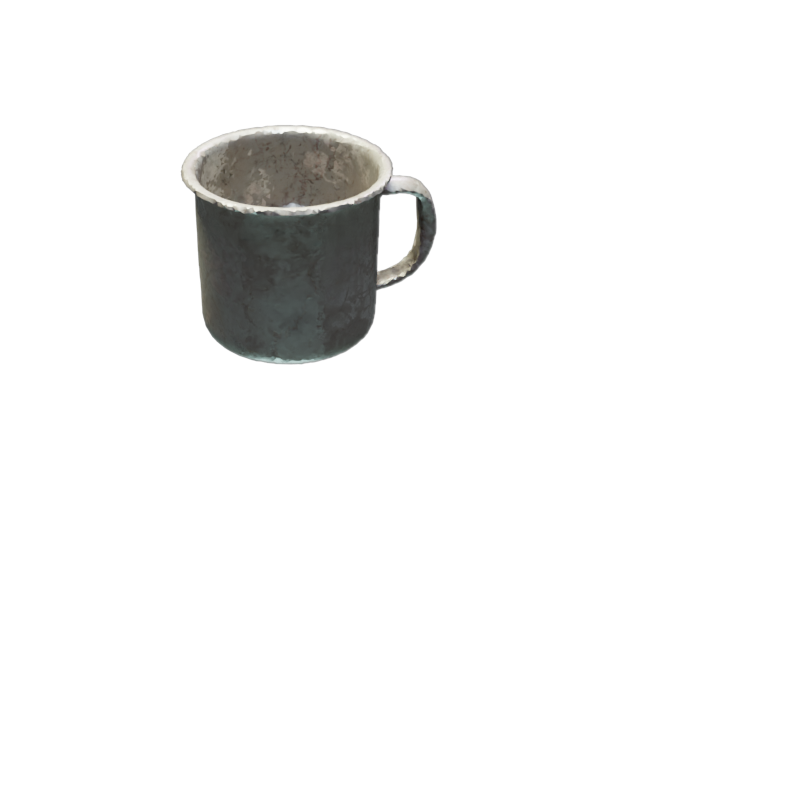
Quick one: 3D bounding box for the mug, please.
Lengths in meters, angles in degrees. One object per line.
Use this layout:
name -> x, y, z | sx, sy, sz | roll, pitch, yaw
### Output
mug -> -0.040, -0.073, 0.508 | 0.115, 0.077, 0.100 | -10, 34, -16
